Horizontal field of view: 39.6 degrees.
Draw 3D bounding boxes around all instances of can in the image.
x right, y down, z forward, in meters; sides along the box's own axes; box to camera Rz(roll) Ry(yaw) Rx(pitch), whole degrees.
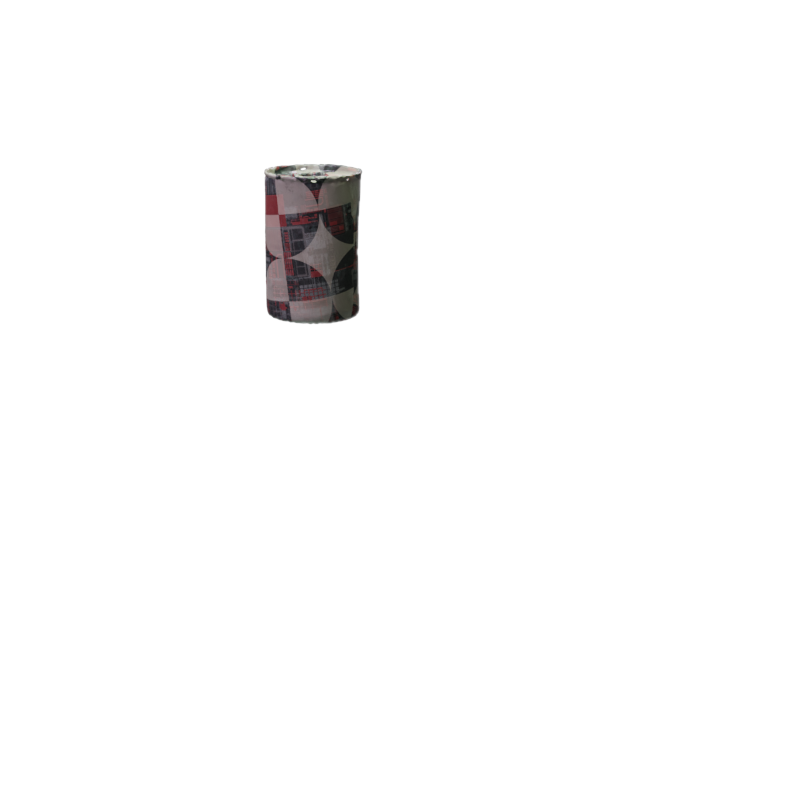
[{"bbox_3d":[-0.061,-0.111,0.778,0.068,0.099,0.071,0,14,-2],"label":"can"}]
